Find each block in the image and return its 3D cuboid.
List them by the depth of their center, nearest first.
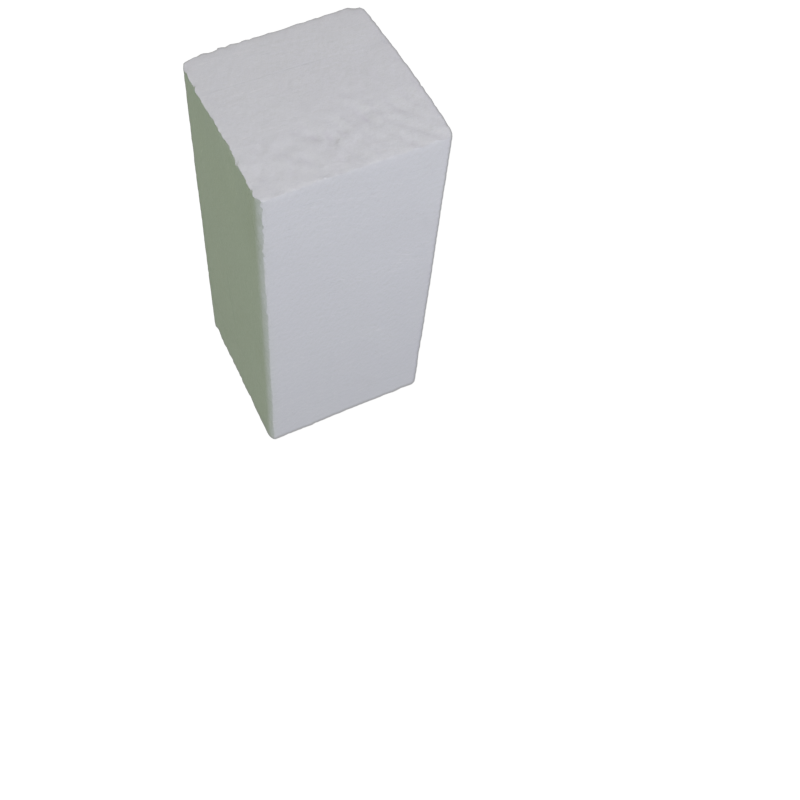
[{"bbox_3d":[-0.043,-0.079,0.550,0.090,0.097,0.193,-22,-27,-16],"label":"block"}]
